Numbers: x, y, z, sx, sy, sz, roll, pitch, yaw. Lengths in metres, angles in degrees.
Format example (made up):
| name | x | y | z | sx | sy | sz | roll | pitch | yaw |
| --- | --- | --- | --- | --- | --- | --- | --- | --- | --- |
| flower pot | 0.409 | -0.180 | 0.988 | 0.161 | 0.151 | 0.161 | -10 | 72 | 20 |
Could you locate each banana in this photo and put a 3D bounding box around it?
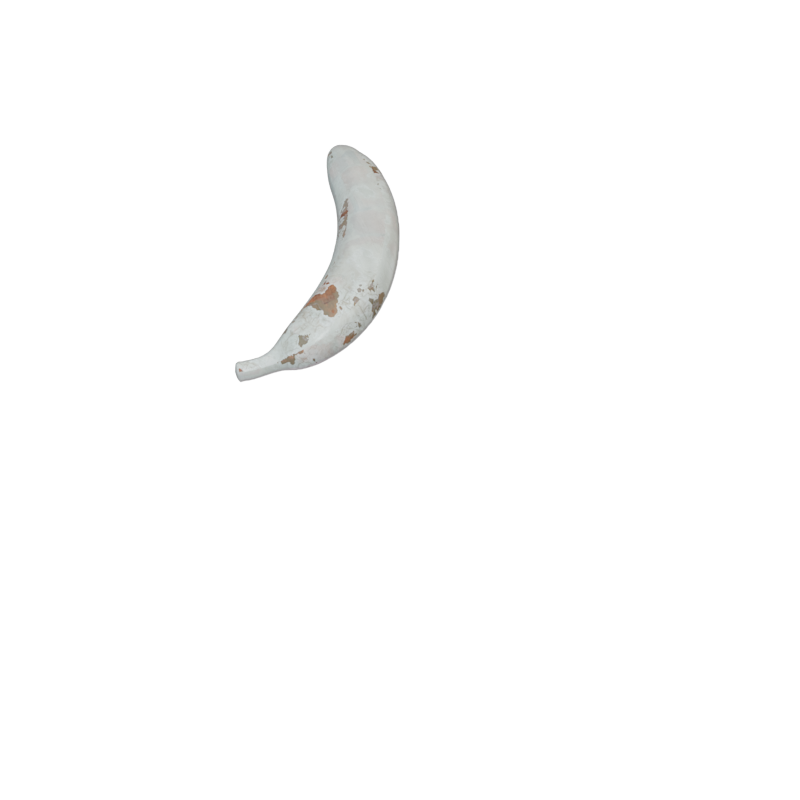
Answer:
| name | x | y | z | sx | sy | sz | roll | pitch | yaw |
| --- | --- | --- | --- | --- | --- | --- | --- | --- | --- |
| banana | -0.035 | -0.087 | 0.653 | 0.071 | 0.208 | 0.034 | 10 | -42 | 9 |
